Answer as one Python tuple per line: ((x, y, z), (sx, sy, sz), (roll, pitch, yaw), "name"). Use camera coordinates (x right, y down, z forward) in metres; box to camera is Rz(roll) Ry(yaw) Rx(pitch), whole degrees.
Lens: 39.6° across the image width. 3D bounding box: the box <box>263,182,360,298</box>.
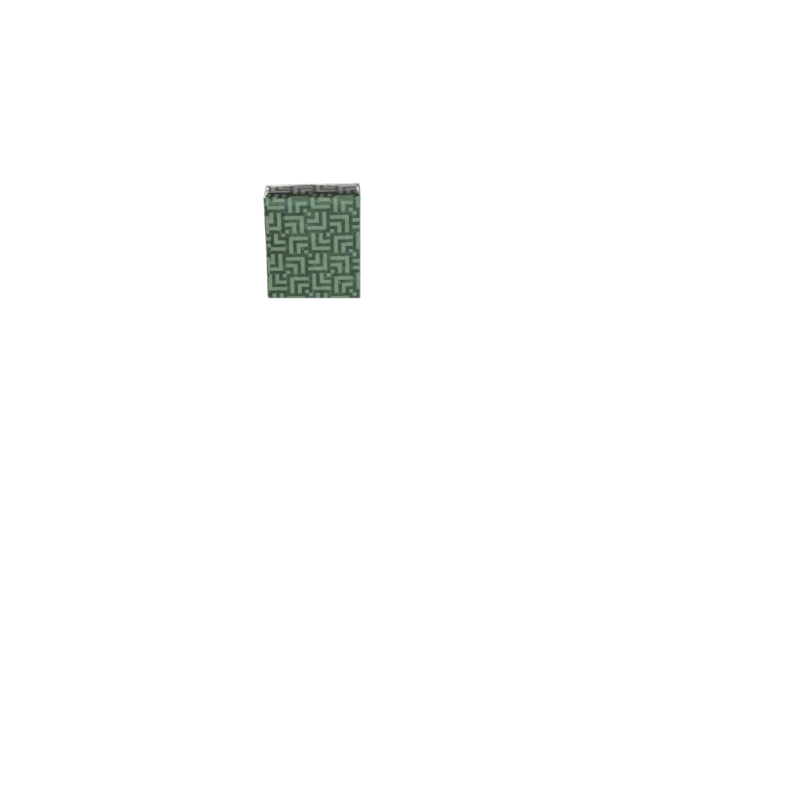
((-0.067, -0.122, 0.855), (0.073, 0.084, 0.032), (0, 27, -1), "box")
